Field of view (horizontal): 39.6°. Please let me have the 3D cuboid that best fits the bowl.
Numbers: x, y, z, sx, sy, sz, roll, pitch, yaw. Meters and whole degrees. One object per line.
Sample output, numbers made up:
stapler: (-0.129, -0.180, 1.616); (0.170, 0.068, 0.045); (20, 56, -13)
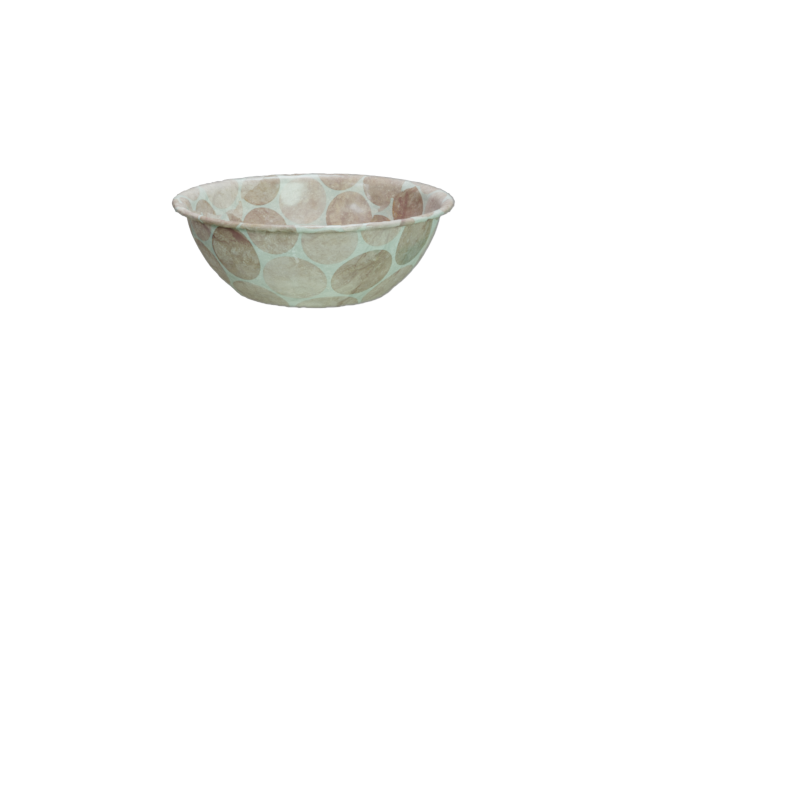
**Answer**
bowl: (-0.050, -0.092, 0.642); (0.162, 0.053, 0.169); (-1, 20, -2)
